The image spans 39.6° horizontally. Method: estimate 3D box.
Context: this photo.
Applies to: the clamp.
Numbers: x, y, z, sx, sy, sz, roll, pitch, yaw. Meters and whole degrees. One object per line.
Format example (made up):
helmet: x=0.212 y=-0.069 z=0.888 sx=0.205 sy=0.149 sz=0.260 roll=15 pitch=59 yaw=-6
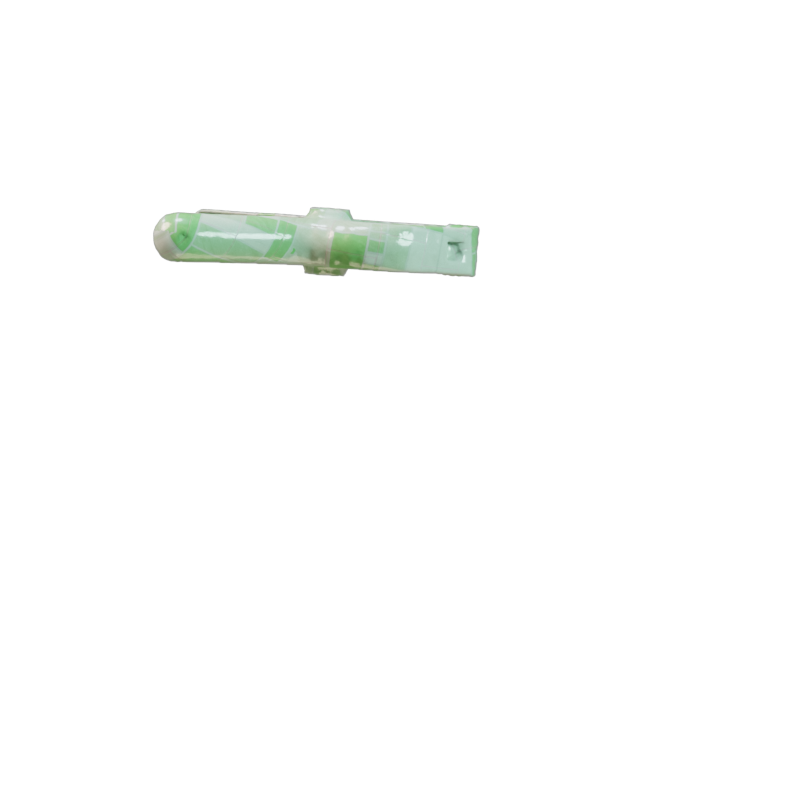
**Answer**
clamp: x=-0.046 y=-0.084 z=0.588 sx=0.174 sy=0.038 sz=0.122 roll=3 pitch=15 yaw=10
